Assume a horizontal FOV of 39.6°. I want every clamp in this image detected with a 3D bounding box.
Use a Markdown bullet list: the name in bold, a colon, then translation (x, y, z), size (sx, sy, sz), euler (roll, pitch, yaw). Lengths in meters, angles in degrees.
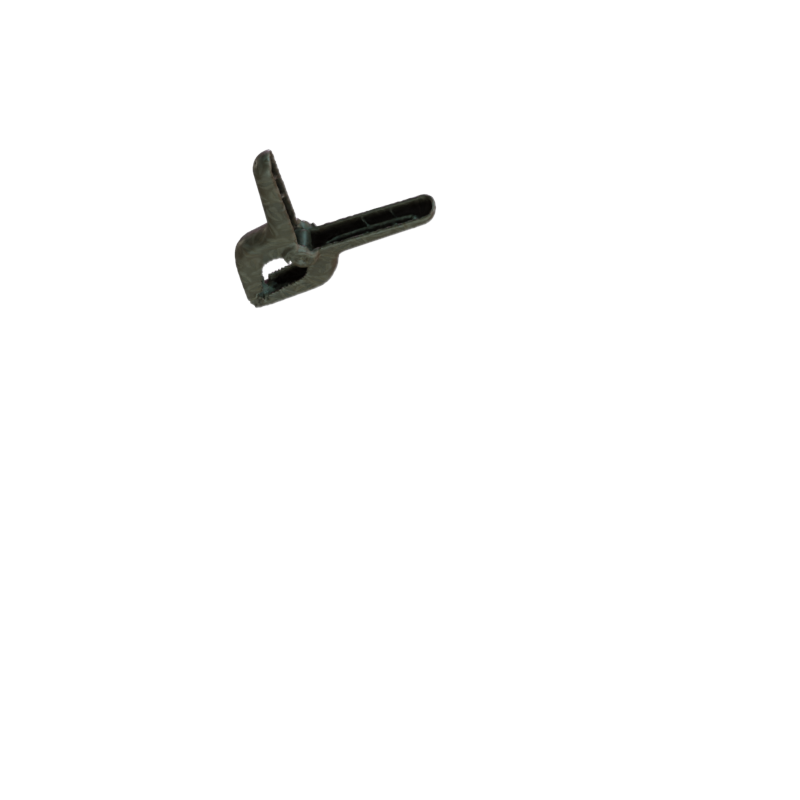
- **clamp**: translation (-0.076, -0.139, 0.977), size (0.160, 0.039, 0.203), euler (11, -30, -19)
